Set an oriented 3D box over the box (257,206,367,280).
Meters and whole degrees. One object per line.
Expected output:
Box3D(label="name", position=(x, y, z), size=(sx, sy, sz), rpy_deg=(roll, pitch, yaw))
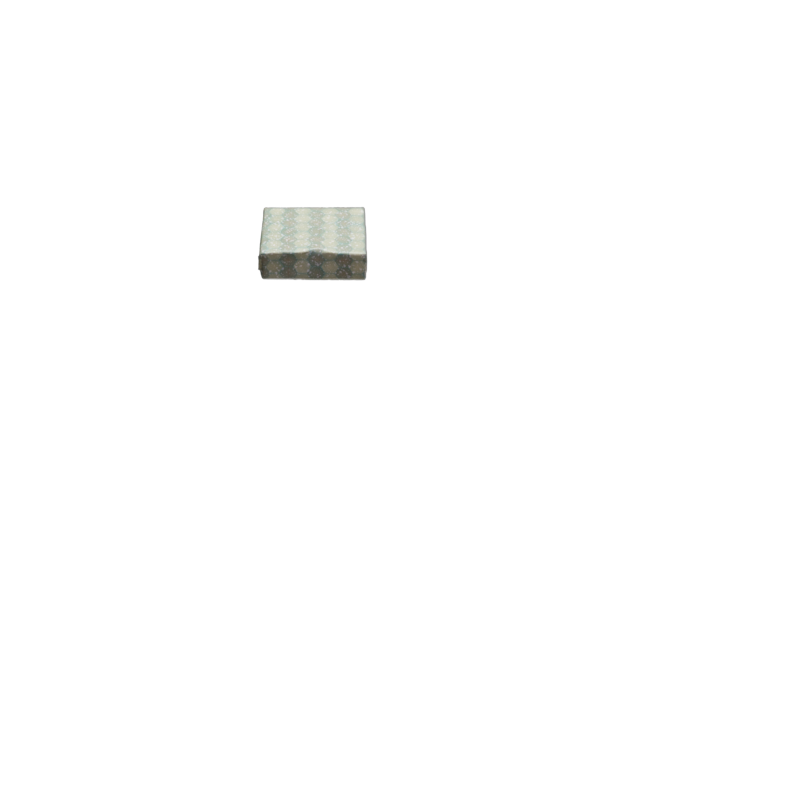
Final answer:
Box3D(label="box", position=(-0.073, -0.133, 0.931), size=(0.089, 0.028, 0.078), rpy_deg=(0, 38, 0))
